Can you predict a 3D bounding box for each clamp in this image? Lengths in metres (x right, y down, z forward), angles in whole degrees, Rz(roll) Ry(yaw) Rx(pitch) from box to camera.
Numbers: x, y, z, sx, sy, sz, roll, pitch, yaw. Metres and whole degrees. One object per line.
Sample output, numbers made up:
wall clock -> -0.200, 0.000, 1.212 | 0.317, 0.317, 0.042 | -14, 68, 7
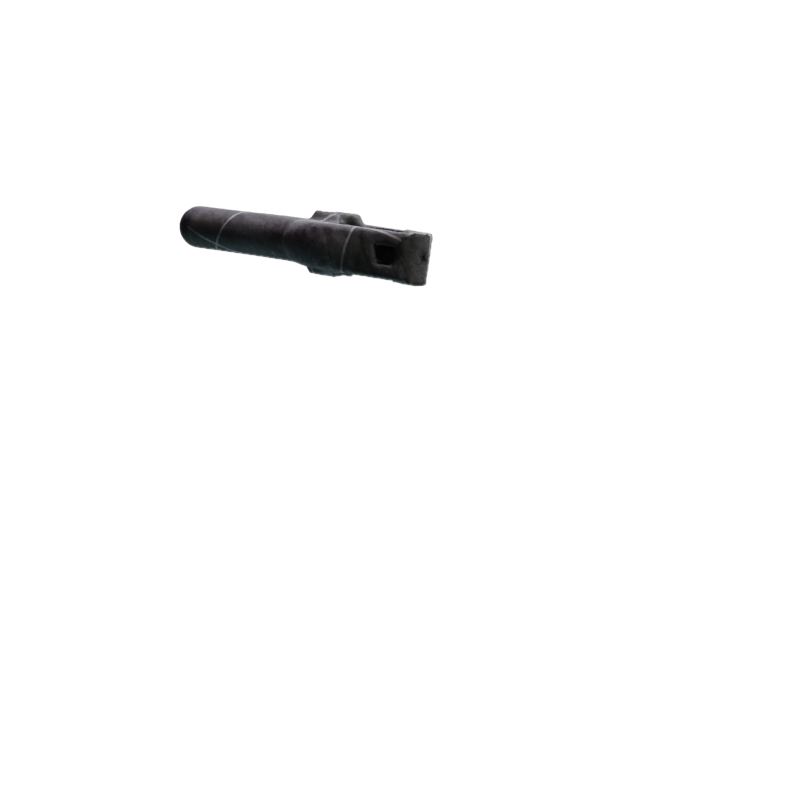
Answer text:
clamp -> -0.049, -0.089, 0.623 | 0.117, 0.039, 0.179 | -5, 11, -26
